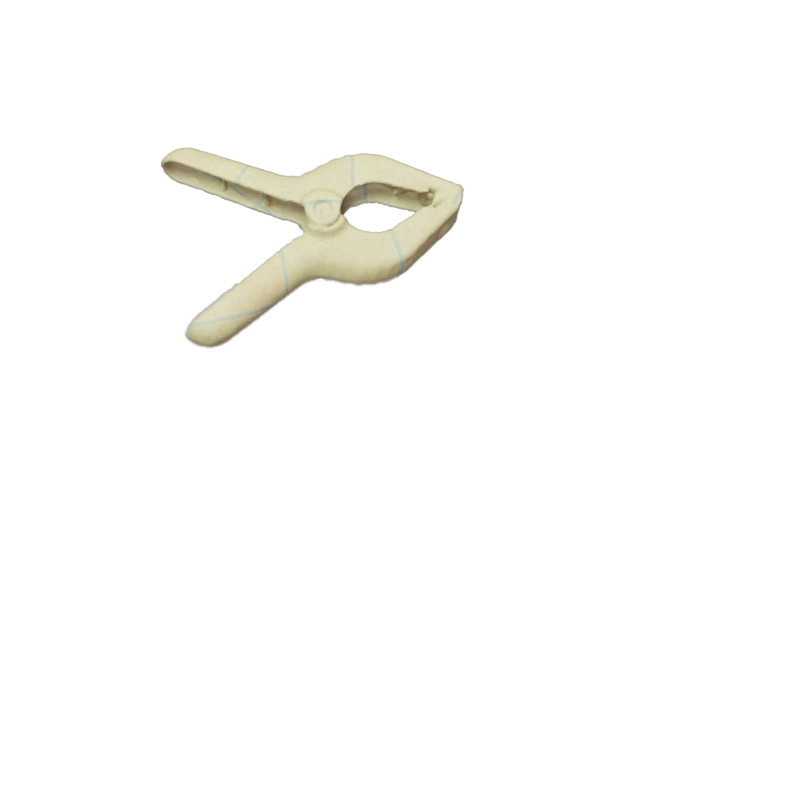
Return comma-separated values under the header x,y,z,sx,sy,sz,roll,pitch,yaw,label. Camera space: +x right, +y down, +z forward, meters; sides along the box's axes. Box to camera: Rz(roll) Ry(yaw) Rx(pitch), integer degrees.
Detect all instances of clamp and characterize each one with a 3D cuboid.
x,y,z,sx,sy,sz,roll,pitch,yaw,label
-0.048,-0.088,0.619,0.171,0.126,0.037,-2,-19,-1,clamp
